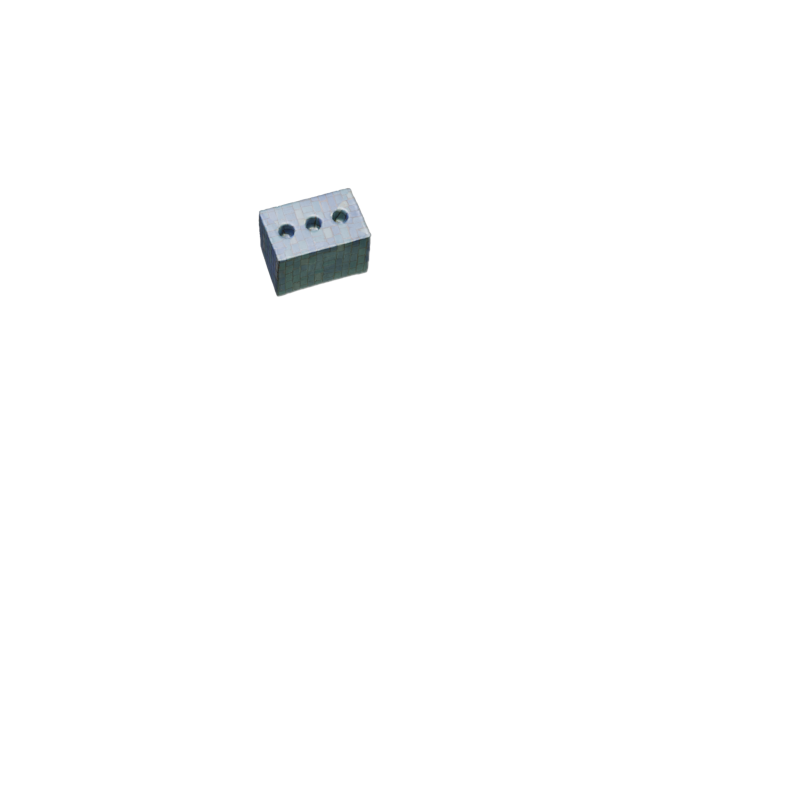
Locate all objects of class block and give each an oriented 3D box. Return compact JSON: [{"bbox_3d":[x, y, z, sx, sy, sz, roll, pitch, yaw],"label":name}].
[{"bbox_3d":[-0.069,-0.125,0.877,0.077,0.057,0.048,-17,-29,-11],"label":"block"}]
